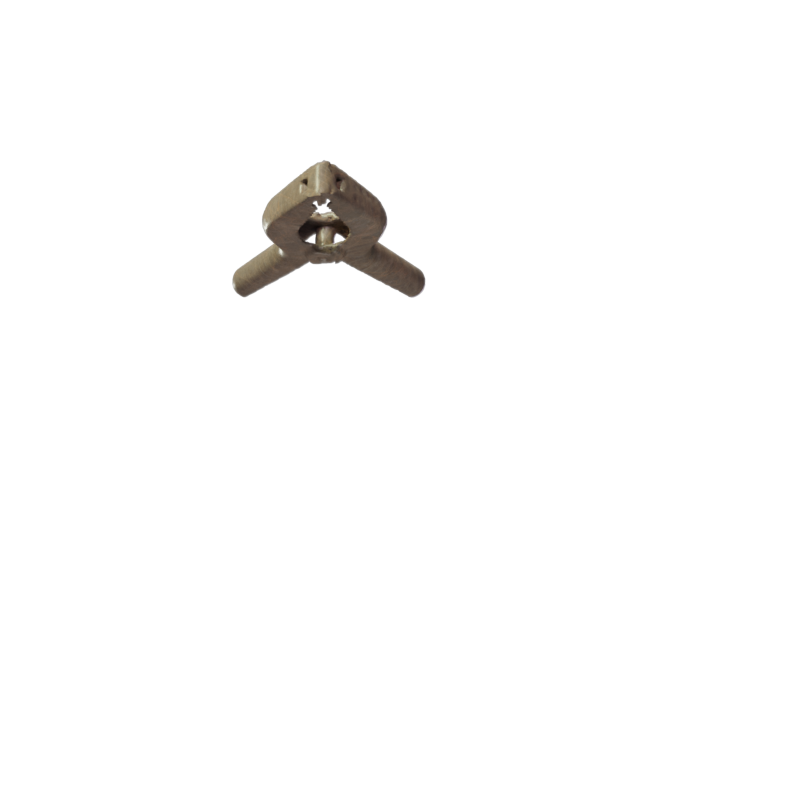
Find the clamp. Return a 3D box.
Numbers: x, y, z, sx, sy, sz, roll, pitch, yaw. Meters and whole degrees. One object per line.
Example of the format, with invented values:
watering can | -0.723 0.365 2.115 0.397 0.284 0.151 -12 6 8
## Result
clamp | -0.069 -0.125 0.877 0.166 0.038 0.198 -2 -18 6
